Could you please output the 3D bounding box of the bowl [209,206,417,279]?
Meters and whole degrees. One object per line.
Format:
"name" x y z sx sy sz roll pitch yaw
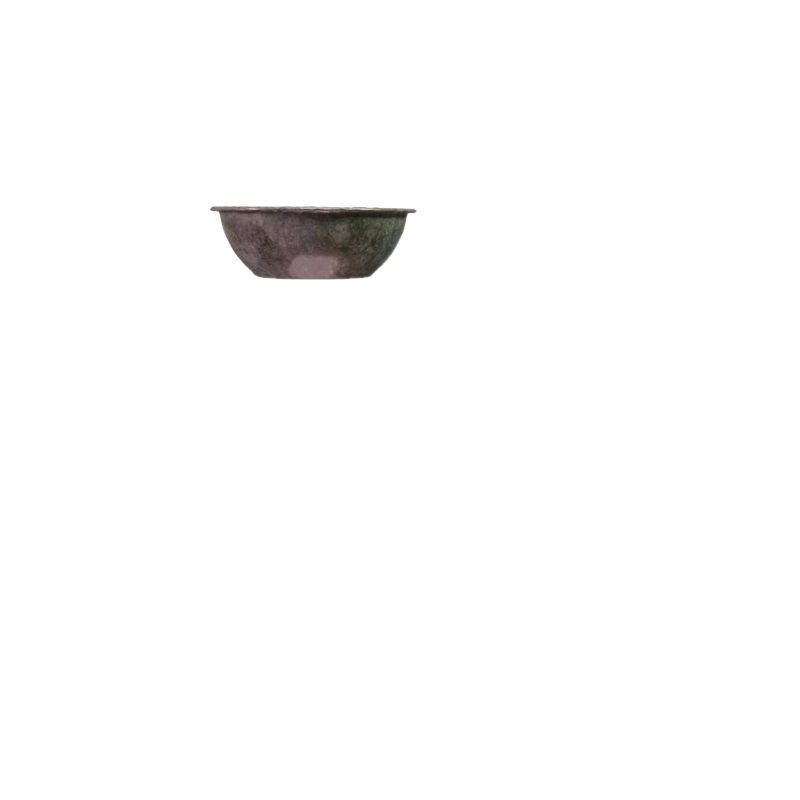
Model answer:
"bowl" -0.068 -0.124 0.871 0.162 0.054 0.164 0 9 -2
